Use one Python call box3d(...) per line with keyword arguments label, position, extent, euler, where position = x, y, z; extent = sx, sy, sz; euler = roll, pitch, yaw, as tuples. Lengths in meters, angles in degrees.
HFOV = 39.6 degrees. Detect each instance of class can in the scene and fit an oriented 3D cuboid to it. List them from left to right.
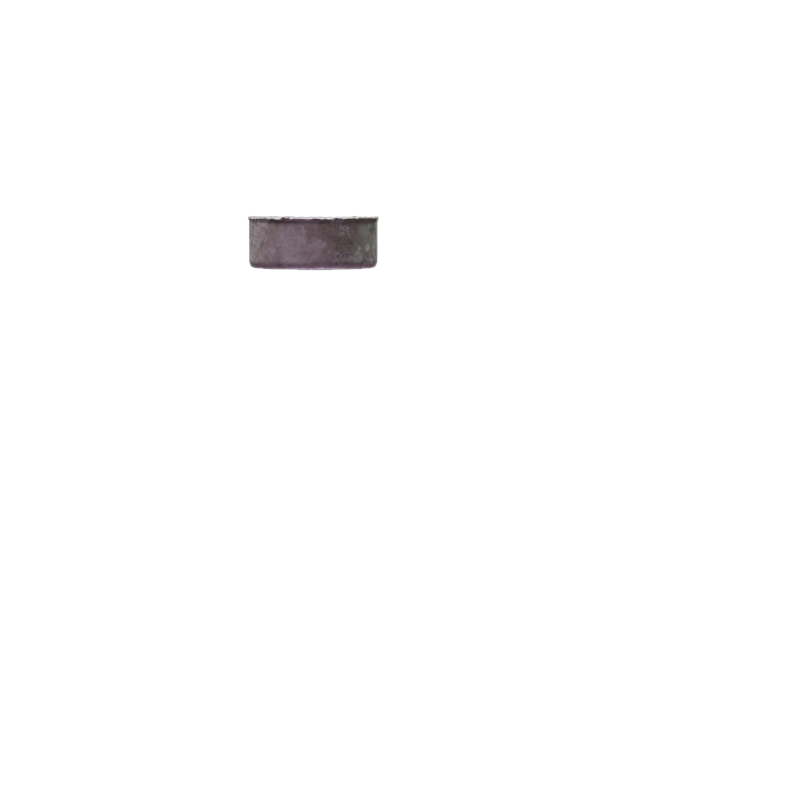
box3d(label="can", position=(-0.057, -0.104, 0.727), extent=(0.086, 0.033, 0.087), euler=(0, 9, -2))
